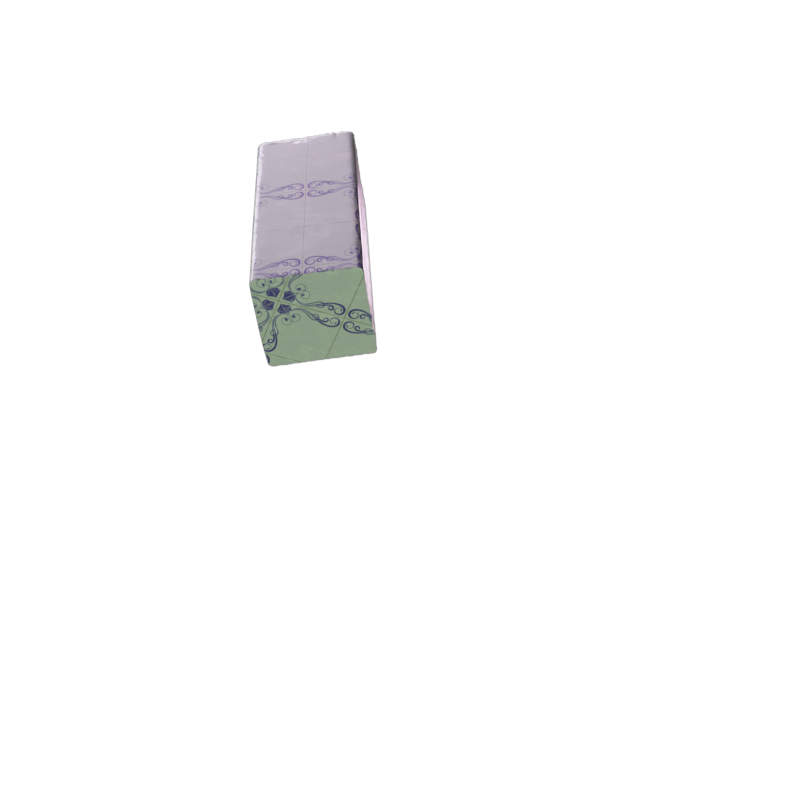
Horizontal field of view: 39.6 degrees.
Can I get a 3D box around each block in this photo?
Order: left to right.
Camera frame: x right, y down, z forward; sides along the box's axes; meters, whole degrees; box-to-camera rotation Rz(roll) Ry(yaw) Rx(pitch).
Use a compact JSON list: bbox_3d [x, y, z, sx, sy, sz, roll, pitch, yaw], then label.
[{"bbox_3d":[-0.074,-0.135,0.943,0.091,0.084,0.221,-8,40,3],"label":"block"}]
